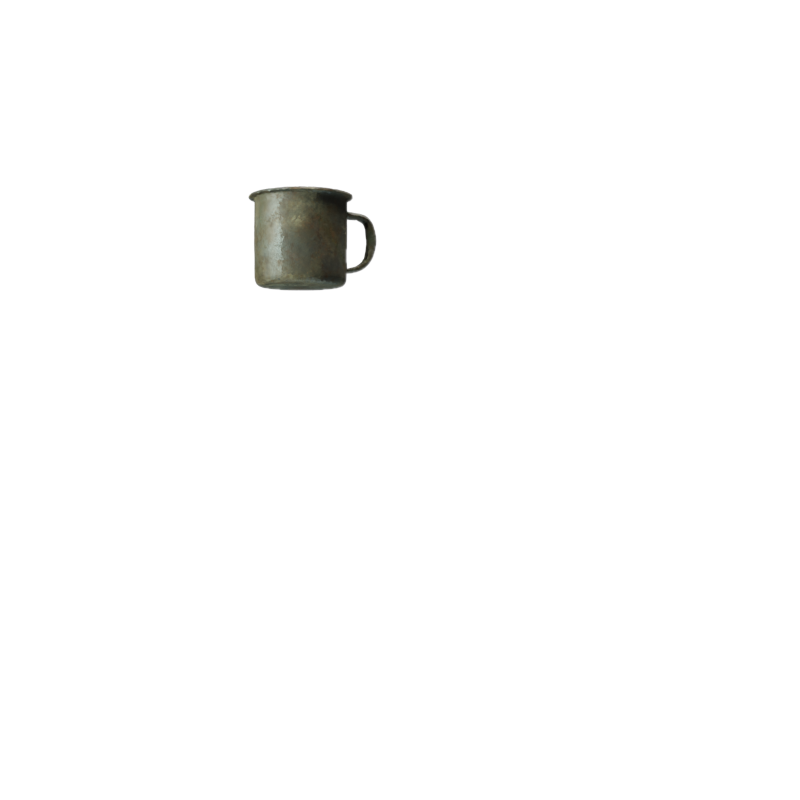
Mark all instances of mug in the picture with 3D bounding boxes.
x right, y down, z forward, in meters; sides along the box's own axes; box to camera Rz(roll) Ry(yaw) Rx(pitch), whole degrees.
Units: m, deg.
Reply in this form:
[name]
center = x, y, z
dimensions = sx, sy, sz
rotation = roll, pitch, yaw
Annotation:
[mug]
center = -0.077, -0.141, 0.985
dimensions = 0.114, 0.083, 0.095
rotation = 1, -4, -22
